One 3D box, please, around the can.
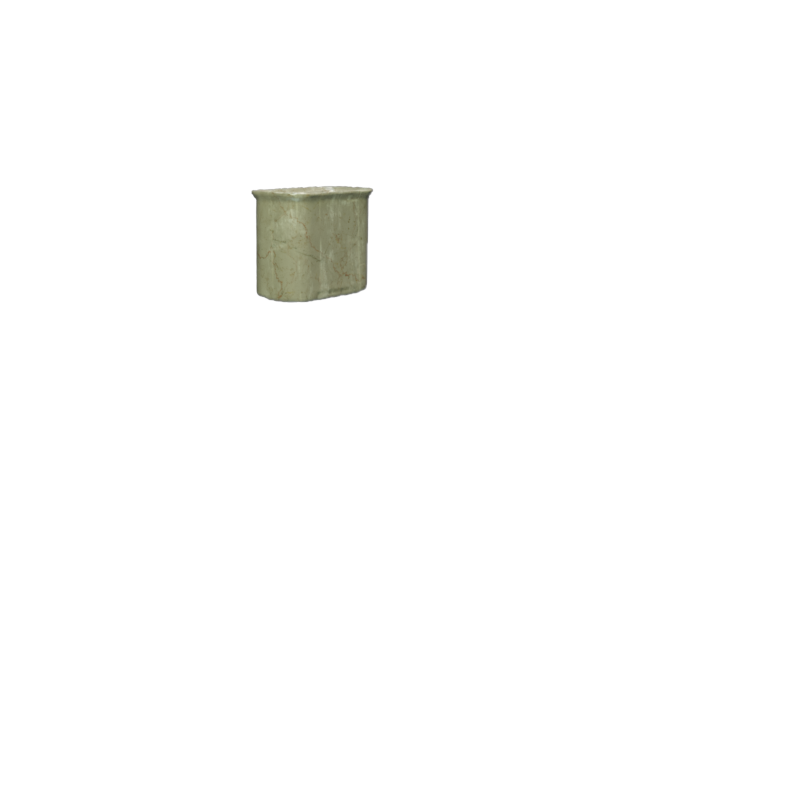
[{"bbox_3d":[-0.068,-0.125,0.875,0.060,0.082,0.099,7,13,39],"label":"can"}]
